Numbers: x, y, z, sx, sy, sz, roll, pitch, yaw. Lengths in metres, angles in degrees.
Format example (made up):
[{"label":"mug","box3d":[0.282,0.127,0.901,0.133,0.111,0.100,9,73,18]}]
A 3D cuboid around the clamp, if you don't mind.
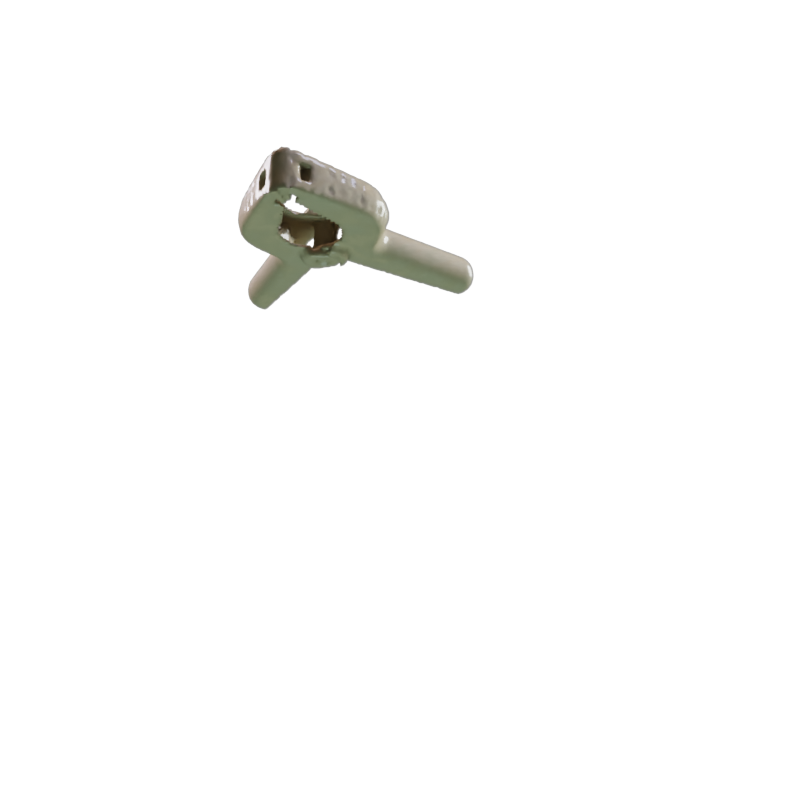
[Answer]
[{"label":"clamp","box3d":[-0.057,-0.104,0.728,0.168,0.038,0.197,-6,-17,20]}]
